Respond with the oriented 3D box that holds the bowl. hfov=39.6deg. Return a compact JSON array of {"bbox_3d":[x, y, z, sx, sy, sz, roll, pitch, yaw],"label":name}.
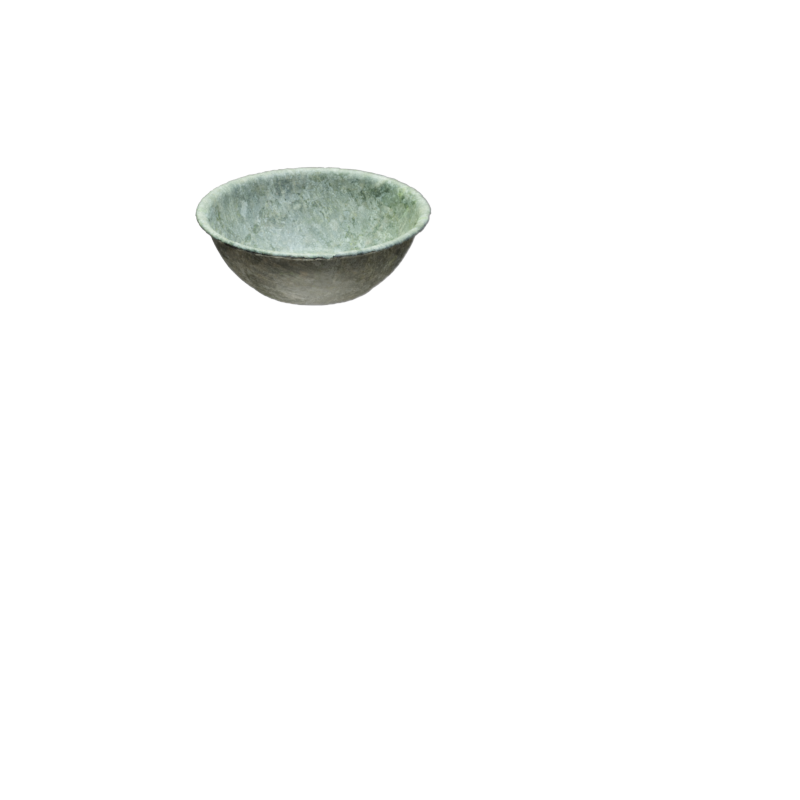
[{"bbox_3d":[-0.060,-0.110,0.772,0.162,0.052,0.172,-1,30,-2],"label":"bowl"}]
